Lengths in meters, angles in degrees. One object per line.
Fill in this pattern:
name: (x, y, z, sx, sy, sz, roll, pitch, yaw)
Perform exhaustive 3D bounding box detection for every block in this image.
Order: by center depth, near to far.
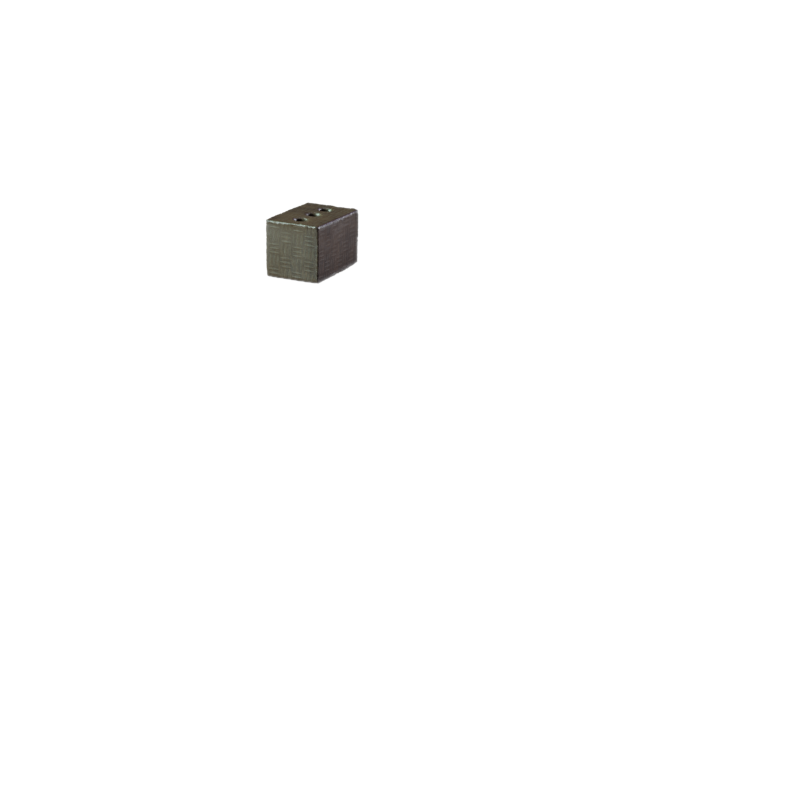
block: (-0.076, -0.139, 0.972, 0.055, 0.049, 0.078, 9, 22, 23)
